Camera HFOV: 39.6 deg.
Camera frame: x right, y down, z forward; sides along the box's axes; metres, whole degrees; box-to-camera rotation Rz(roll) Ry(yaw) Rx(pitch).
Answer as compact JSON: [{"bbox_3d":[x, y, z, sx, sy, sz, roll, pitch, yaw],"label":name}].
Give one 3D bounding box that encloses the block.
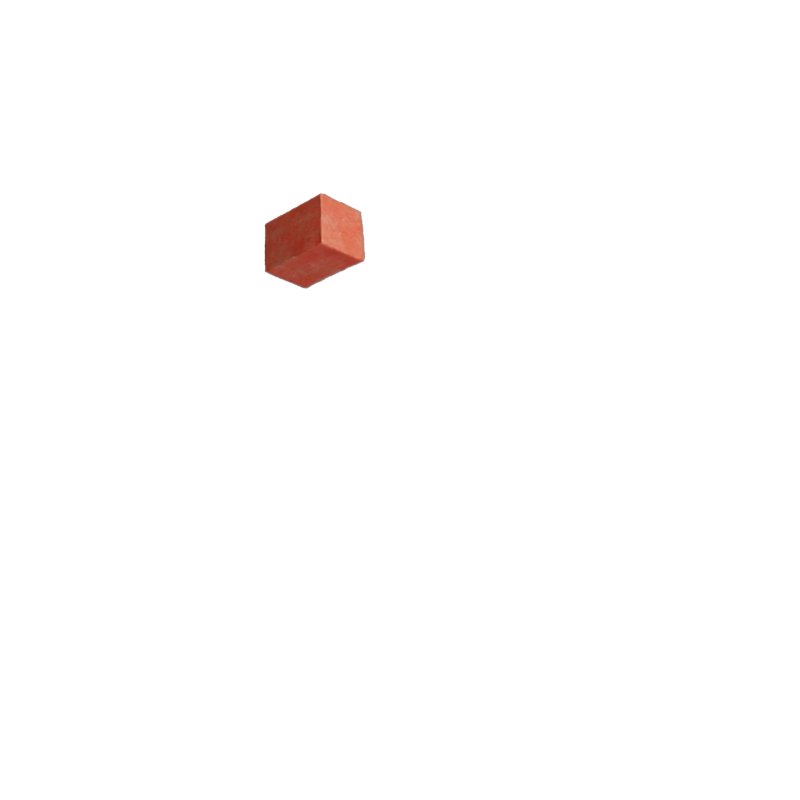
[{"bbox_3d":[-0.077,-0.141,0.985,0.078,0.054,0.049,-21,-31,39],"label":"block"}]
